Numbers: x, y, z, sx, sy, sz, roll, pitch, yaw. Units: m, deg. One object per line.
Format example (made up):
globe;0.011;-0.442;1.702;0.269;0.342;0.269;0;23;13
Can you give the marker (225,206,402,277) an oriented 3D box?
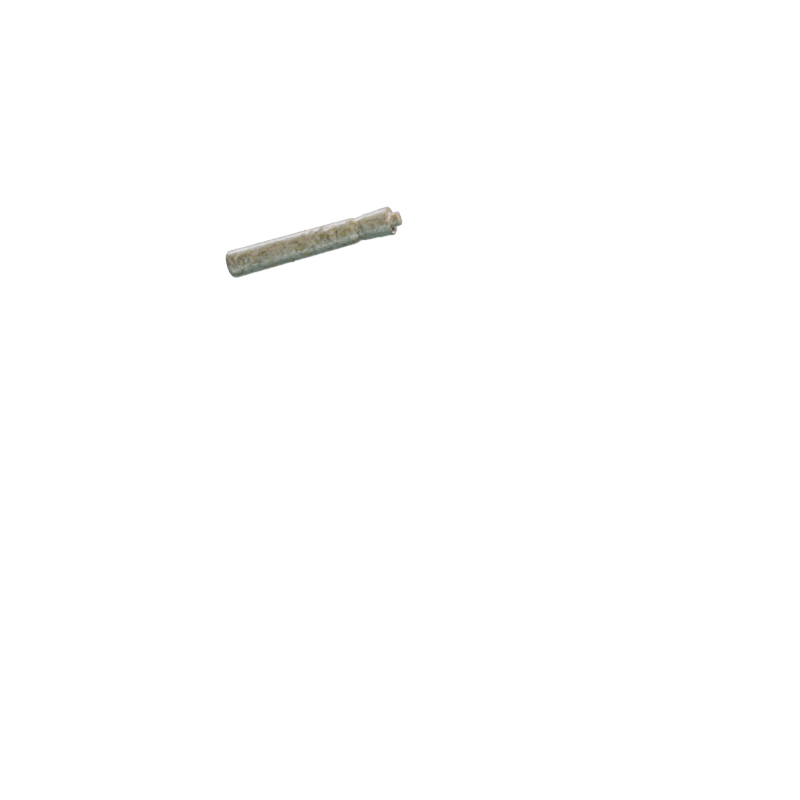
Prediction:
marker;-0.057;-0.104;0.725;0.122;0.020;0.019;-13;0;19
